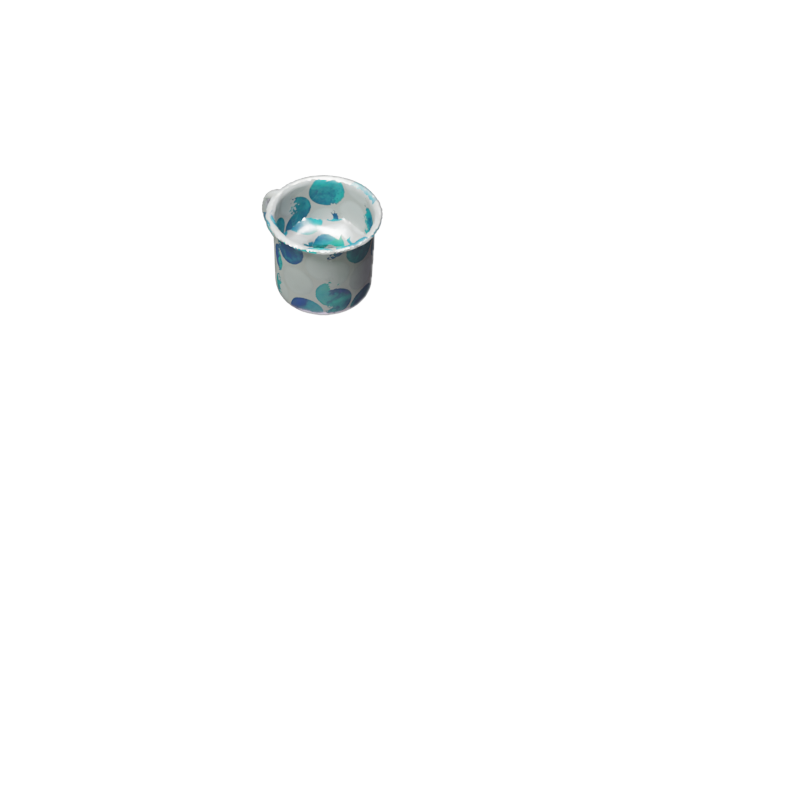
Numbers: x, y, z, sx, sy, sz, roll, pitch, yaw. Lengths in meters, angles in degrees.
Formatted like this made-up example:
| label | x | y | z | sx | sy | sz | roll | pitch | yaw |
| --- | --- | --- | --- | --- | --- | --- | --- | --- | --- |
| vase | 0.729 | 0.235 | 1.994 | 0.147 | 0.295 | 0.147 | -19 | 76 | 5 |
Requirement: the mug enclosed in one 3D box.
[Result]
| label | x | y | z | sx | sy | sz | roll | pitch | yaw |
| --- | --- | --- | --- | --- | --- | --- | --- | --- | --- |
| mug | -0.072 | -0.131 | 0.916 | 0.124 | 0.076 | 0.094 | 34 | 55 | 27 |
